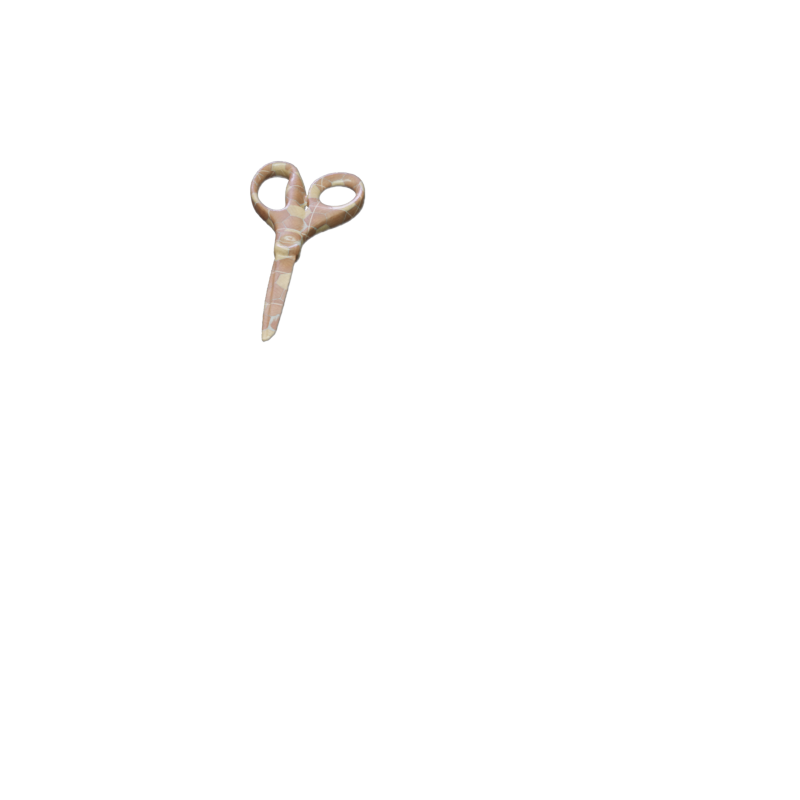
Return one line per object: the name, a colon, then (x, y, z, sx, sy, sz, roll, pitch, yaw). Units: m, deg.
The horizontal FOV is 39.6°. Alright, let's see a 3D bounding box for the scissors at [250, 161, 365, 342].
scissors: (-0.062, -0.113, 0.793, 0.095, 0.015, 0.218, -7, 42, -8)
